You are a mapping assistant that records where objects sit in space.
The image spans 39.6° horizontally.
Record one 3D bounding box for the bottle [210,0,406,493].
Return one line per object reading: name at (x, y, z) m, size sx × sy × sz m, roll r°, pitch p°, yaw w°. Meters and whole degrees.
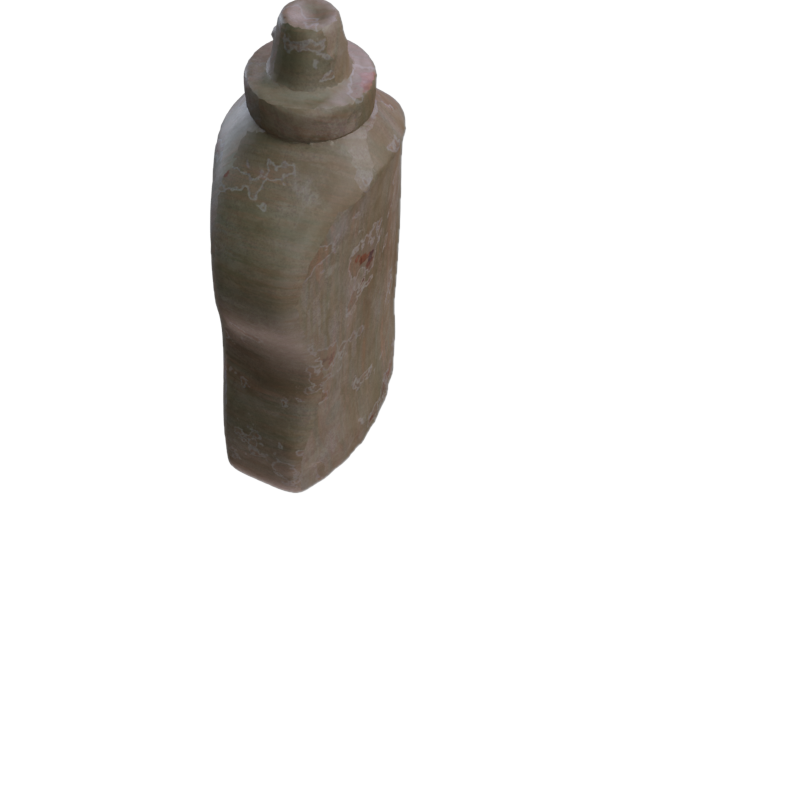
bottle at (-0.031, -0.056, 0.392) m, size 0.060 × 0.100 × 0.179 m, roll 21°, pitch -37°, yaw 13°
